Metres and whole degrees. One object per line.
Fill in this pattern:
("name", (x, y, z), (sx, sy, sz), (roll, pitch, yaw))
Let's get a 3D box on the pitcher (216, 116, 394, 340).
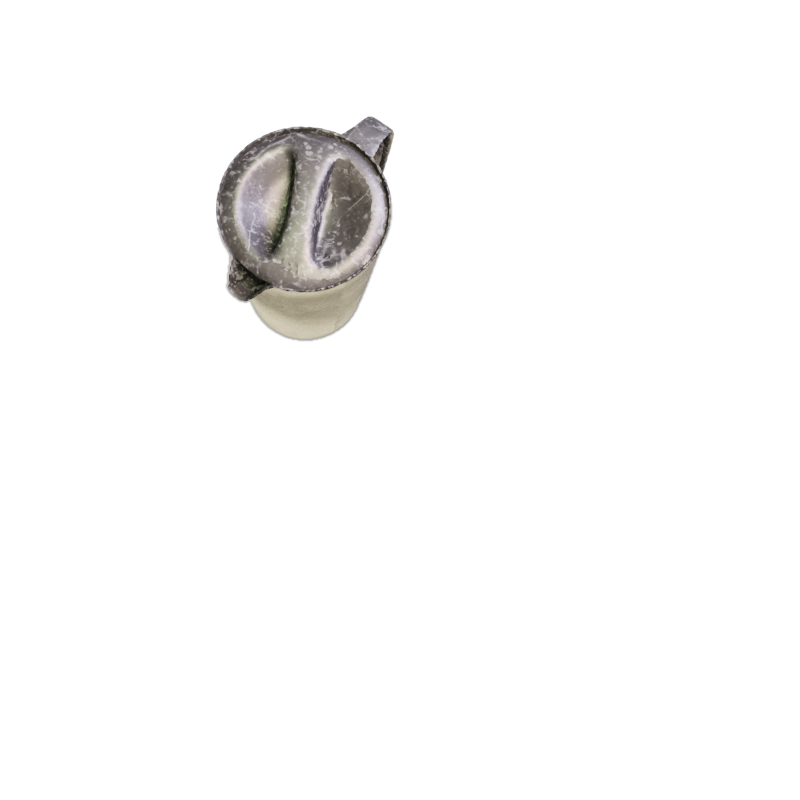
("pitcher", (-0.074, -0.135, 0.949), (0.148, 0.150, 0.236), (-8, -11, -5))
